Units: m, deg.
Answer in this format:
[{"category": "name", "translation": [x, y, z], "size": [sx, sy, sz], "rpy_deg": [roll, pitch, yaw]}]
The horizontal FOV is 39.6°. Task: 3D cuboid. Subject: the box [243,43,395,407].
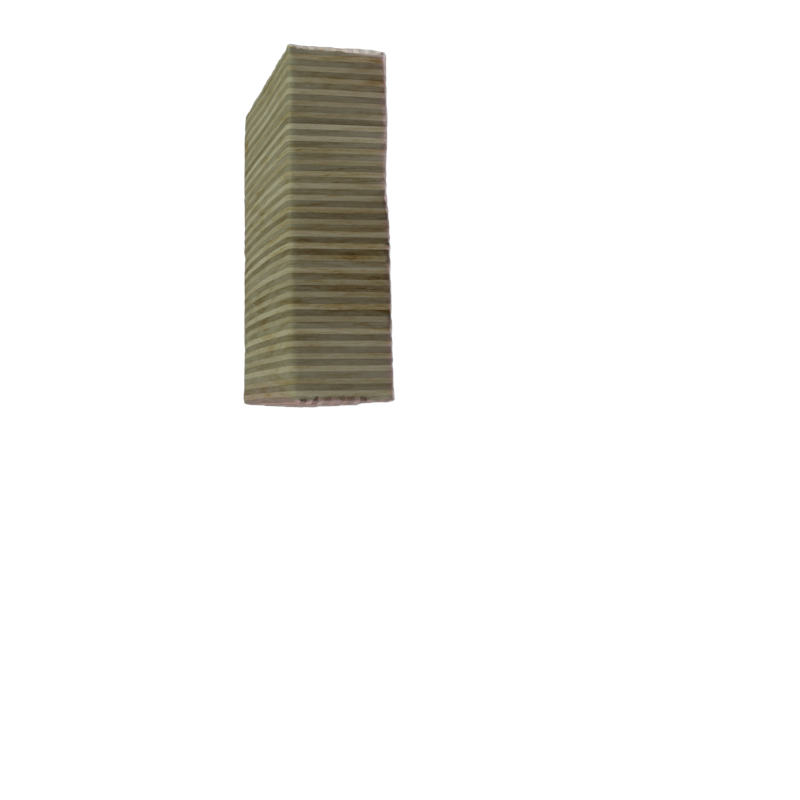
[{"category": "box", "translation": [-0.057, -0.104, 0.726], "size": [0.070, 0.218, 0.165], "rpy_deg": [2, -6, -16]}]
